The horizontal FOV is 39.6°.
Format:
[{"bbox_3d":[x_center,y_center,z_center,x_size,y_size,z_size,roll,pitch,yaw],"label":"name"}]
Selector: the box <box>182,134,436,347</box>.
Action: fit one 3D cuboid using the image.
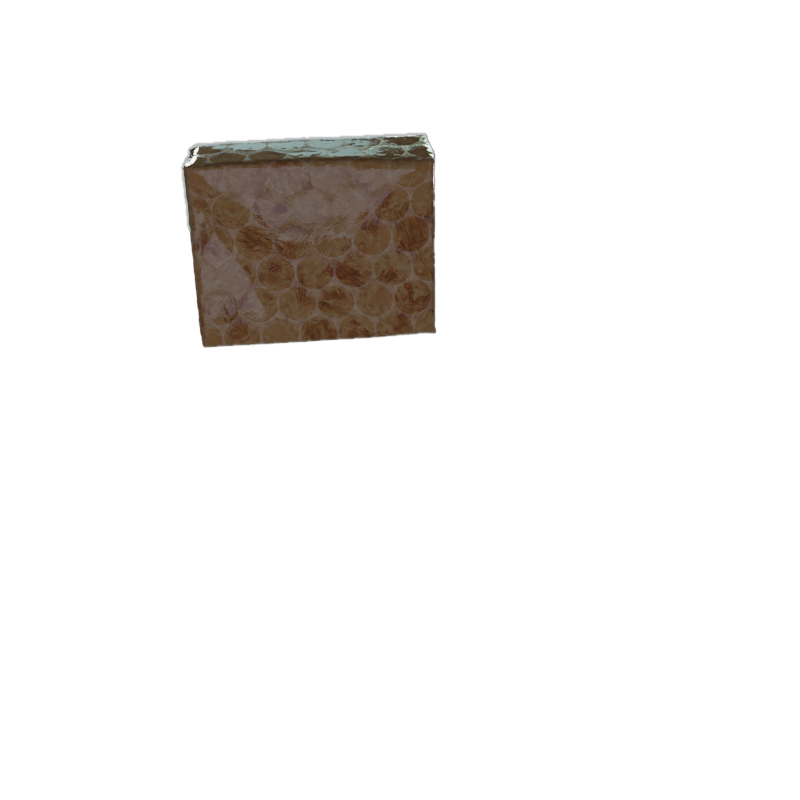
[{"bbox_3d":[-0.040,-0.074,0.515,0.113,0.085,0.041,-2,24,0],"label":"box"}]
